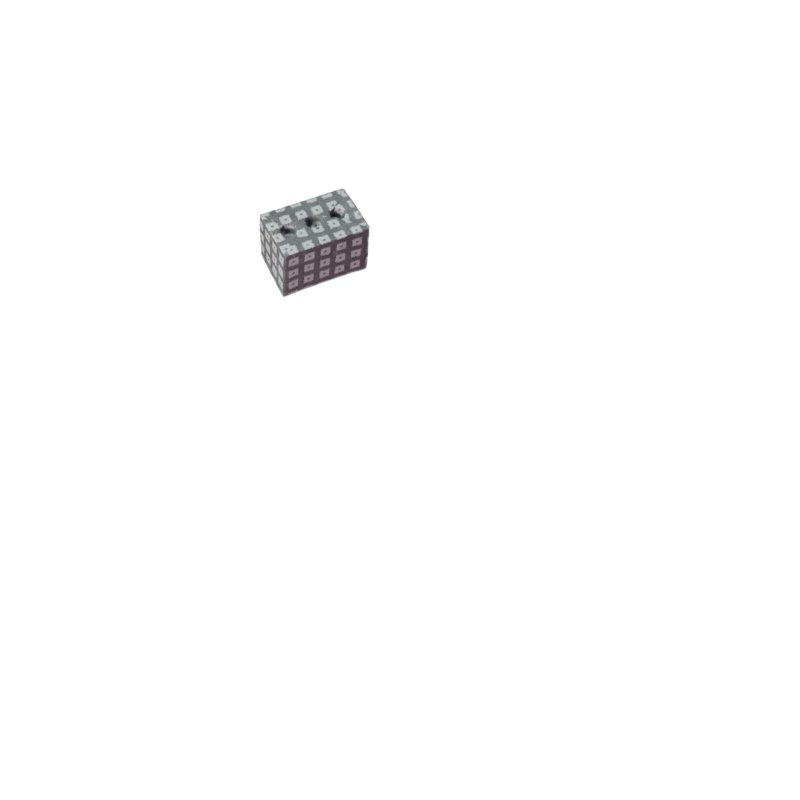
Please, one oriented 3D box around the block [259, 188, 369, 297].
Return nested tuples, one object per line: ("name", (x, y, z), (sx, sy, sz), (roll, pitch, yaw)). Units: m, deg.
("block", (-0.072, -0.131, 0.915), (0.077, 0.057, 0.048), (-21, -34, -17))
